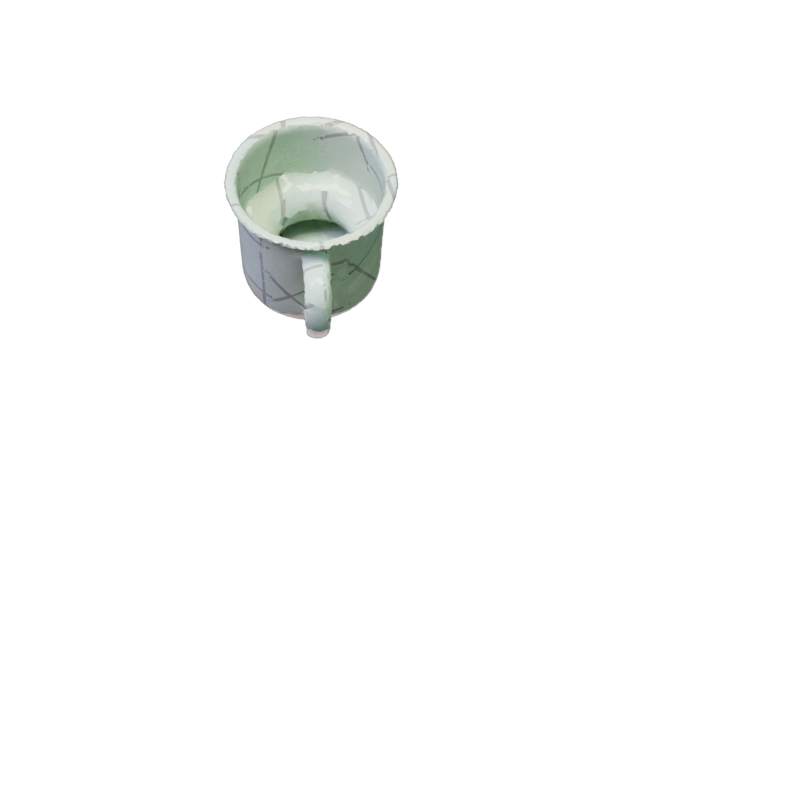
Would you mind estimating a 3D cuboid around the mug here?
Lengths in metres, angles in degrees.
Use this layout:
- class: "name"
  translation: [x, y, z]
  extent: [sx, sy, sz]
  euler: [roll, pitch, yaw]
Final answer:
- class: "mug"
  translation: [-0.048, -0.088, 0.618]
  extent: [0.093, 0.126, 0.076]
  euler: [-6, -33, -5]
